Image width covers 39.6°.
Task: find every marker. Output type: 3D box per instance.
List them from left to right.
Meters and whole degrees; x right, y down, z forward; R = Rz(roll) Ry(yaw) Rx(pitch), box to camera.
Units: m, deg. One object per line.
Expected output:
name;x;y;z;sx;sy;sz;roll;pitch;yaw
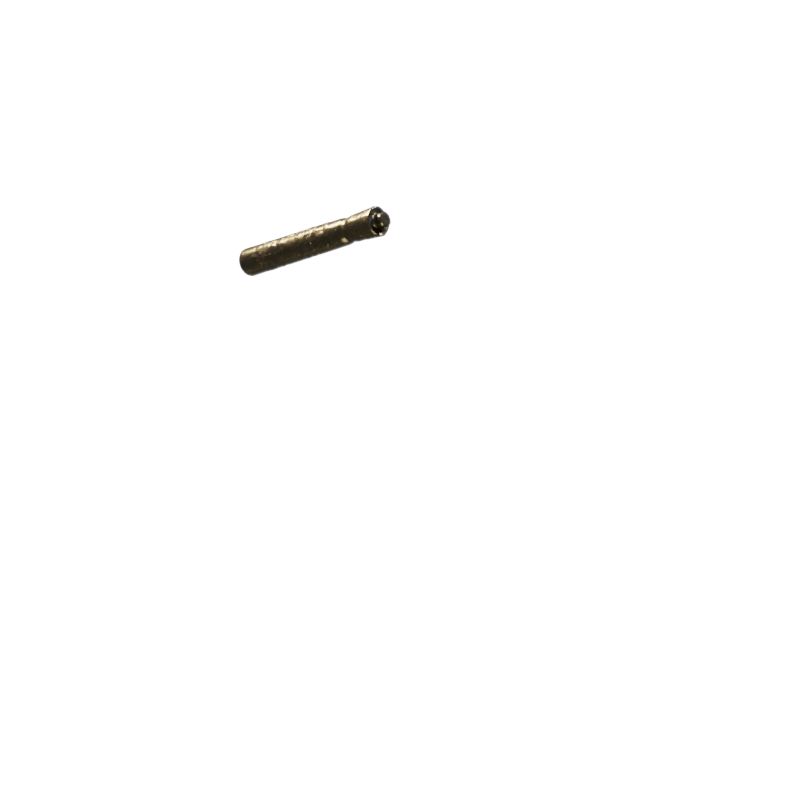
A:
marker;-0.055;-0.100;0.698;0.123;0.020;0.019;-10;-4;41
